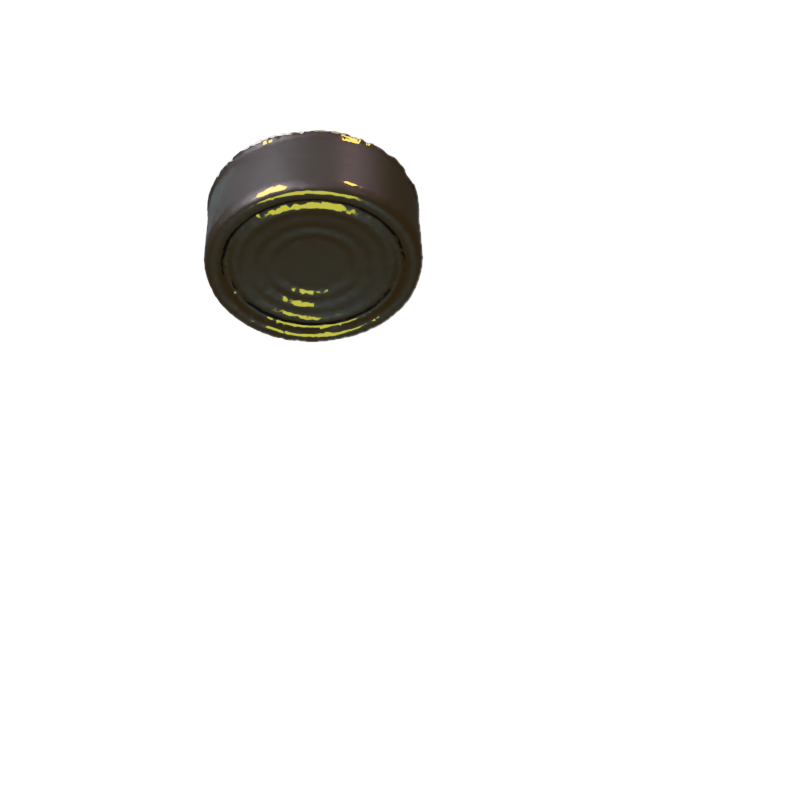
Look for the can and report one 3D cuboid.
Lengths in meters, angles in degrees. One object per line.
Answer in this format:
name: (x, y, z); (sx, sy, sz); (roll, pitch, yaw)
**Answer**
can: (-0.034, -0.062, 0.436); (0.086, 0.036, 0.080); (1, -43, -1)
